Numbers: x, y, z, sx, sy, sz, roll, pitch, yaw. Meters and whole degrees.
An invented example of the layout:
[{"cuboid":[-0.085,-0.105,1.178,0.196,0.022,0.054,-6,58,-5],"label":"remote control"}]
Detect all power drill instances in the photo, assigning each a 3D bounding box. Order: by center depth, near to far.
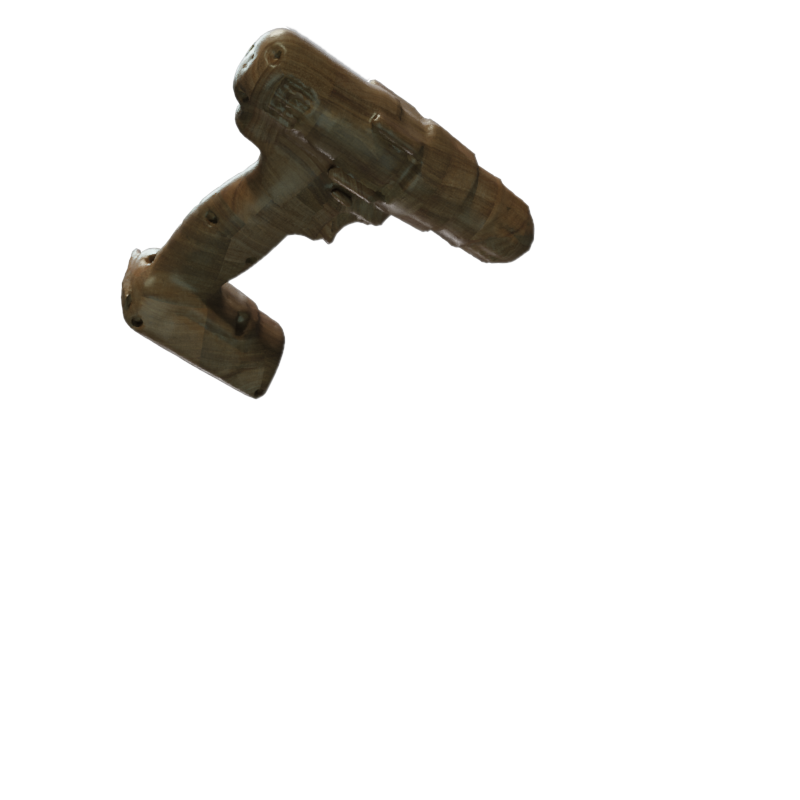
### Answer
[{"cuboid":[-0.047,-0.085,0.598,0.176,0.184,0.061,34,27,-21],"label":"power drill"}]
